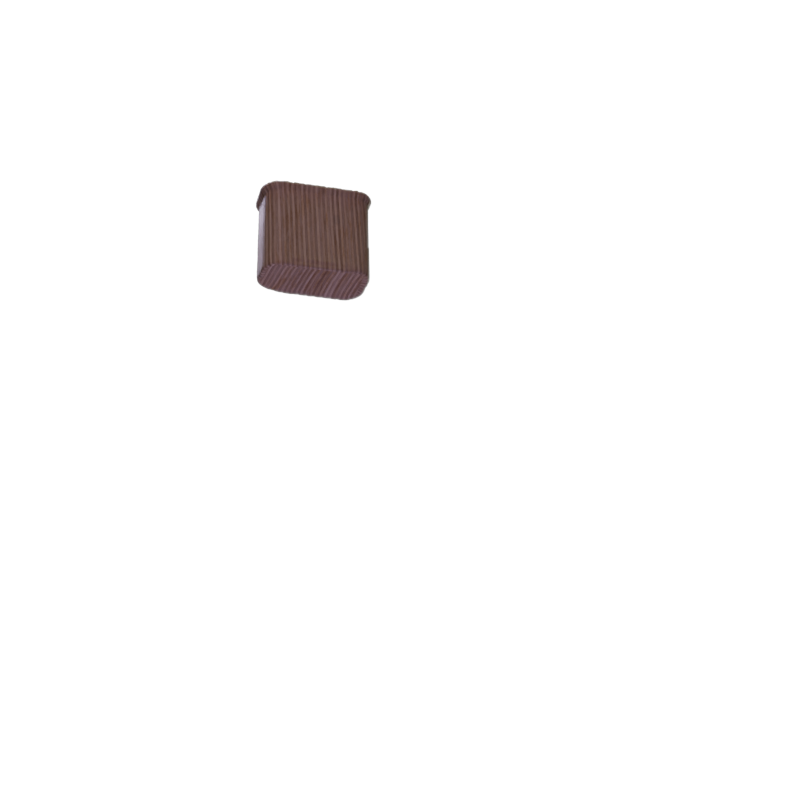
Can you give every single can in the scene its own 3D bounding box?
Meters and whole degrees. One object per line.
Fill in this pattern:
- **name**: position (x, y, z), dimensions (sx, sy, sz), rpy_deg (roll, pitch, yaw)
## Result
- **can**: position (-0.077, -0.140, 0.983), dimensions (0.100, 0.089, 0.055), rpy_deg (6, -29, -13)
